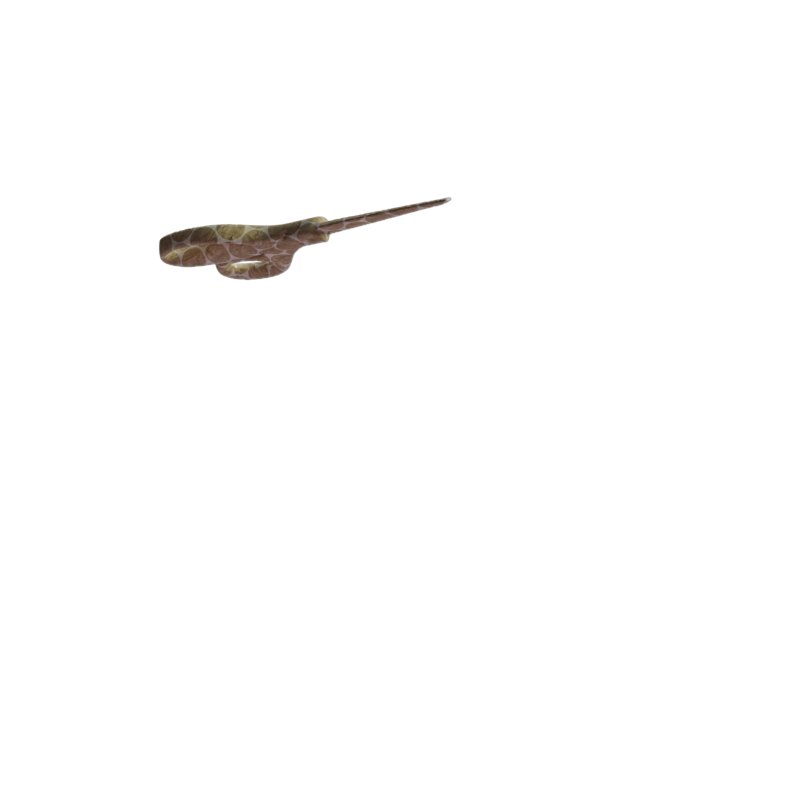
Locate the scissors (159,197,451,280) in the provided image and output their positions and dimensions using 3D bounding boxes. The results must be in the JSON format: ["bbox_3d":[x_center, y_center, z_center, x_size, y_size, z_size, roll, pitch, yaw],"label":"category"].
[{"bbox_3d":[-0.055,-0.101,0.705,0.206,0.016,0.091,-3,-11,19],"label":"scissors"}]
